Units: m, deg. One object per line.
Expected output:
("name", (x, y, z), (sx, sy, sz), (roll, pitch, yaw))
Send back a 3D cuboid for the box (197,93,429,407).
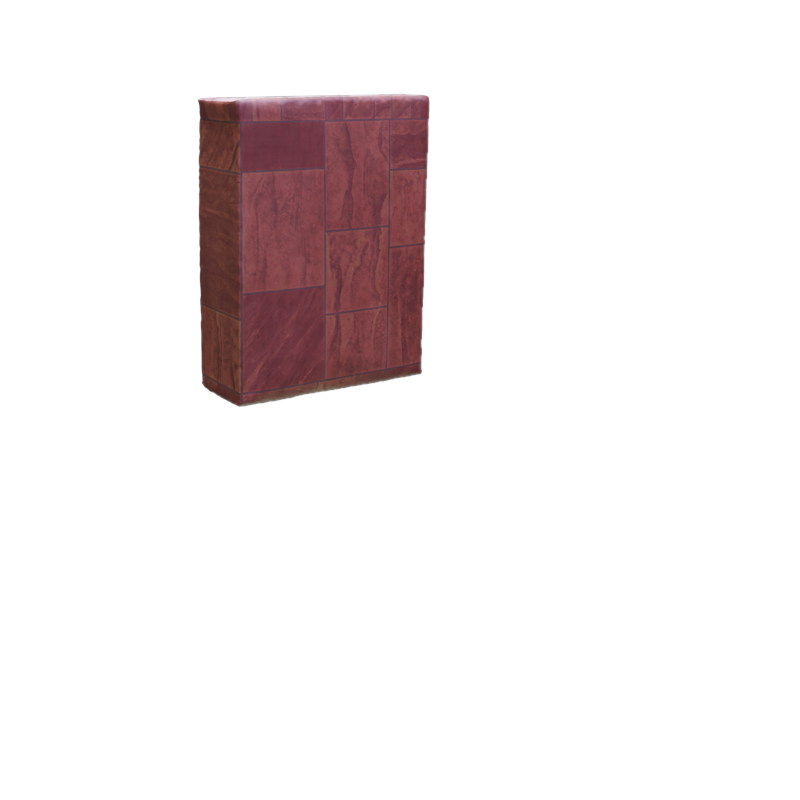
("box", (-0.064, -0.116, 0.814), (0.160, 0.209, 0.076), (-8, 13, -34))
